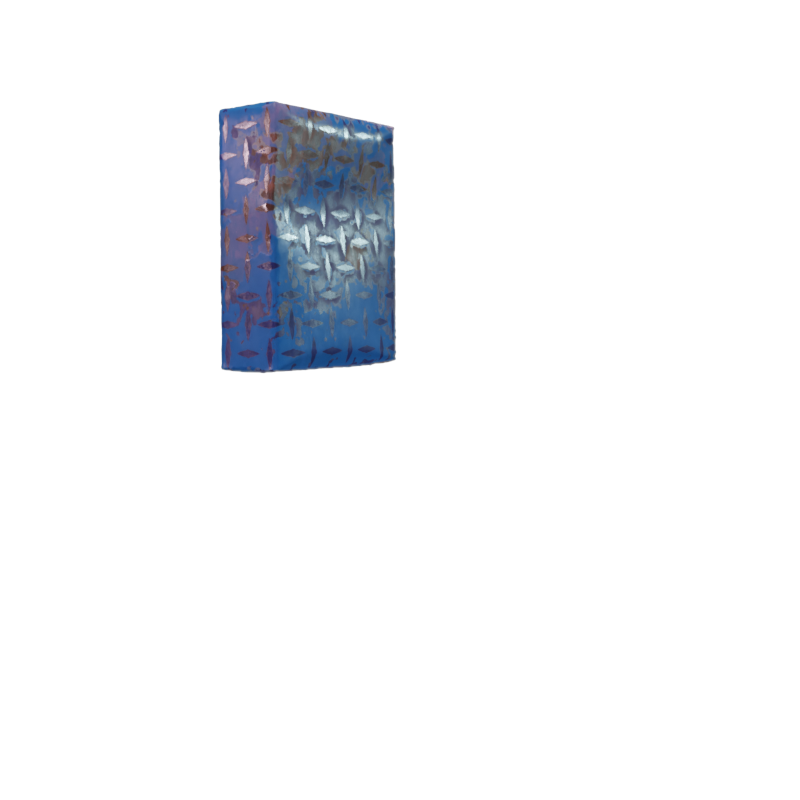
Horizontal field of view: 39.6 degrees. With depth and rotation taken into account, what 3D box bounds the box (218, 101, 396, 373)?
[{"bbox_3d":[-0.073,-0.134,0.938,0.074,0.215,0.158,-2,-2,37],"label":"box"}]
